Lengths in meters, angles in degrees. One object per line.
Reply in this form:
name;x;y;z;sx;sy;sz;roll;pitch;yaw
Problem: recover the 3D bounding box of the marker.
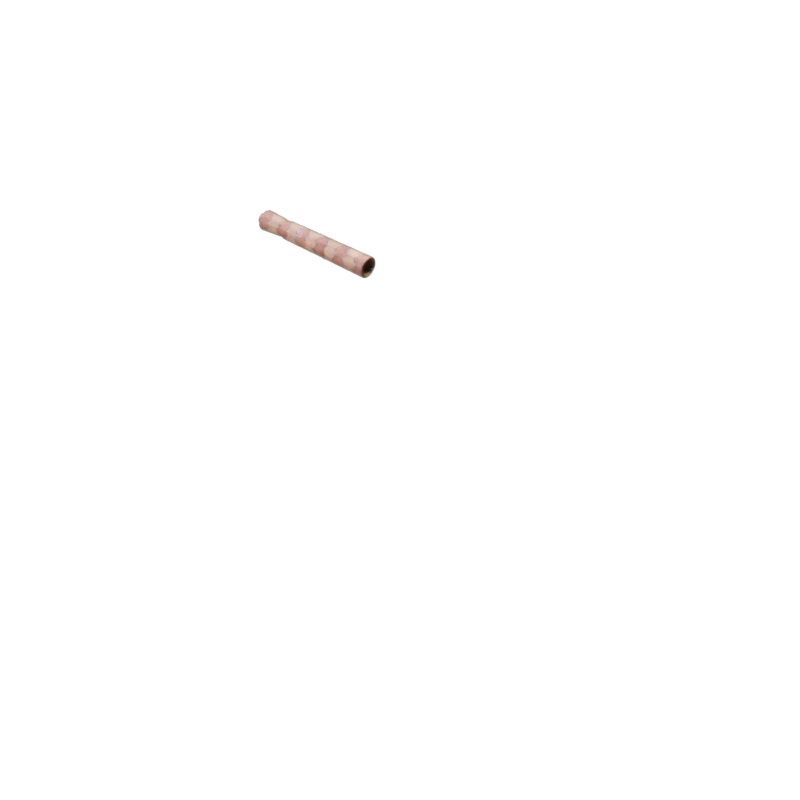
marker;-0.073;-0.133;0.930;0.129;0.019;0.019;29;19;33
